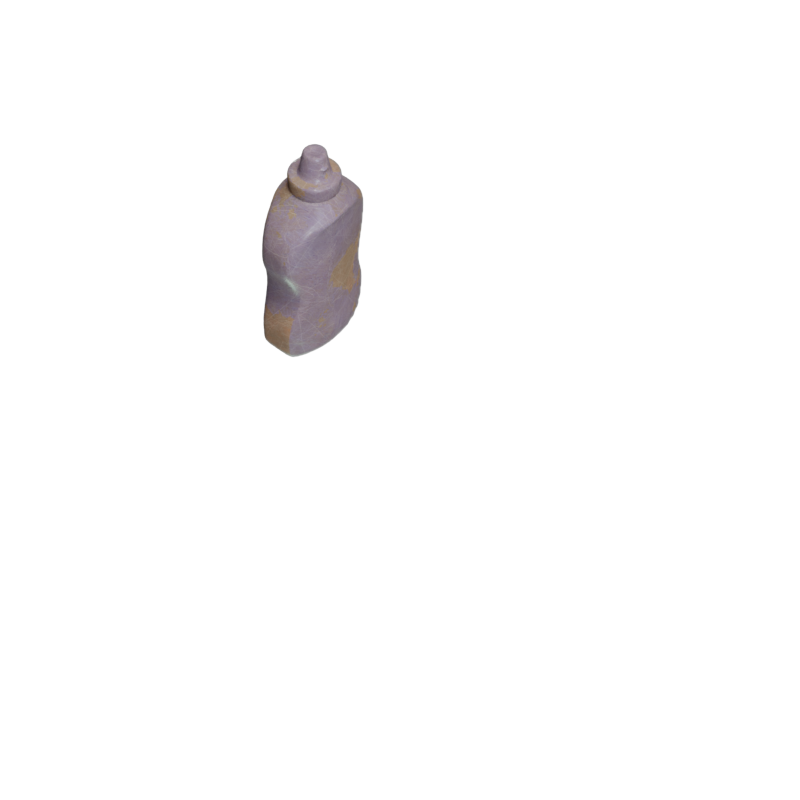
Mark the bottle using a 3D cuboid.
[{"bbox_3d":[-0.068,-0.125,0.876,0.062,0.179,0.097,34,56,22],"label":"bottle"}]
